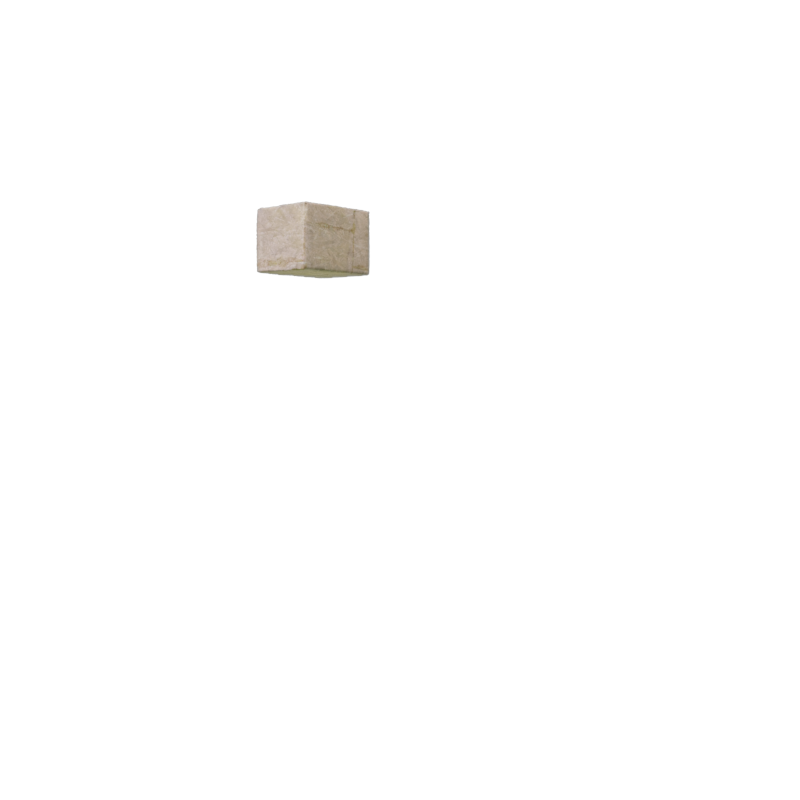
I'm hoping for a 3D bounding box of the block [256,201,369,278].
[{"bbox_3d":[-0.068,-0.123,0.862,0.055,0.052,0.075,-2,-1,39],"label":"block"}]
